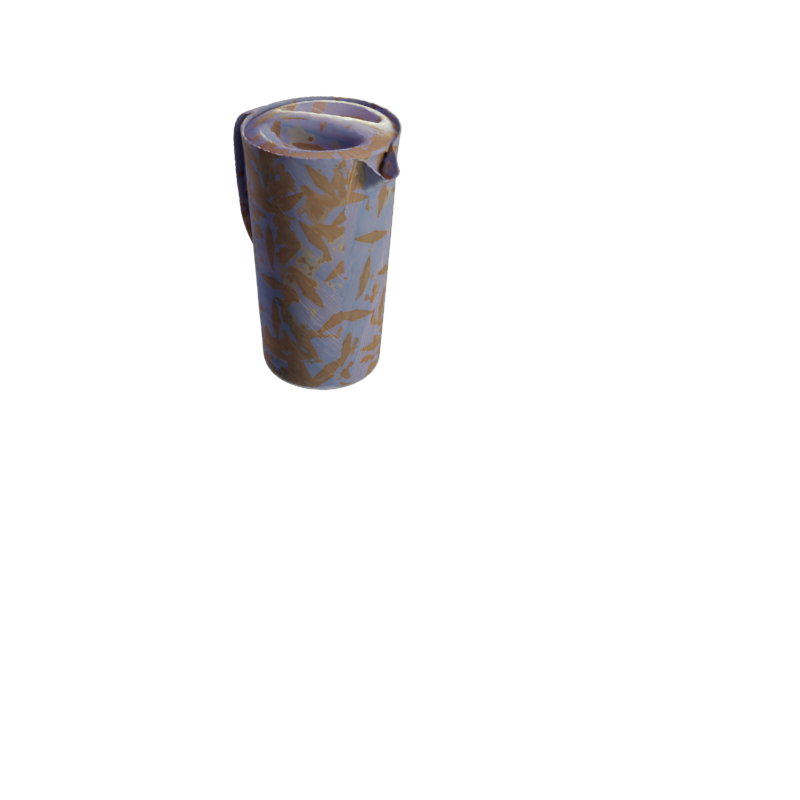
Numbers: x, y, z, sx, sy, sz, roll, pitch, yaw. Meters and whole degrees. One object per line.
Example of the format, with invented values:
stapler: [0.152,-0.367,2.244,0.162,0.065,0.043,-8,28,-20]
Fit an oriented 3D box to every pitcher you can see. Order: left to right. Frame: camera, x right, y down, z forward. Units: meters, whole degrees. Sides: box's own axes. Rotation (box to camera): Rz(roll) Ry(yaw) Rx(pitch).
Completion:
pitcher: [-0.076,-0.139,0.975,0.145,0.228,0.159,1,32,-2]
